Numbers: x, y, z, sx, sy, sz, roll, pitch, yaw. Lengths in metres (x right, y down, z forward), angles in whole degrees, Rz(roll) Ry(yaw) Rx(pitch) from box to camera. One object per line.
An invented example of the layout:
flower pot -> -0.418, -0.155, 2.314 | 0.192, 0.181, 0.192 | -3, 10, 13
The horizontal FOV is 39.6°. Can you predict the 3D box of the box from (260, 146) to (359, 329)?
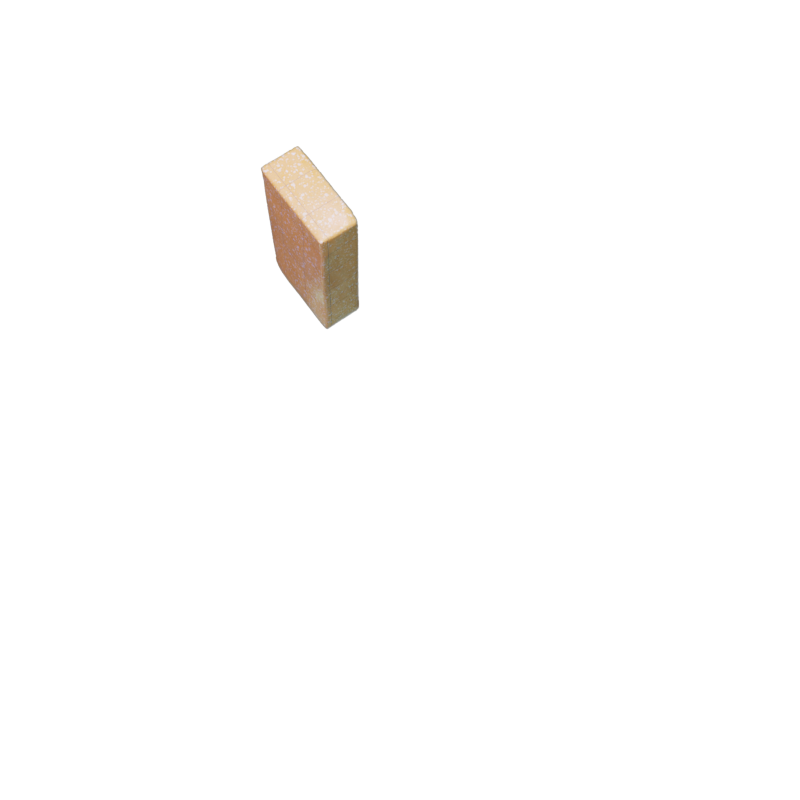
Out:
box -> -0.078, -0.142, 0.995 | 0.048, 0.098, 0.167 | -32, -18, -15
